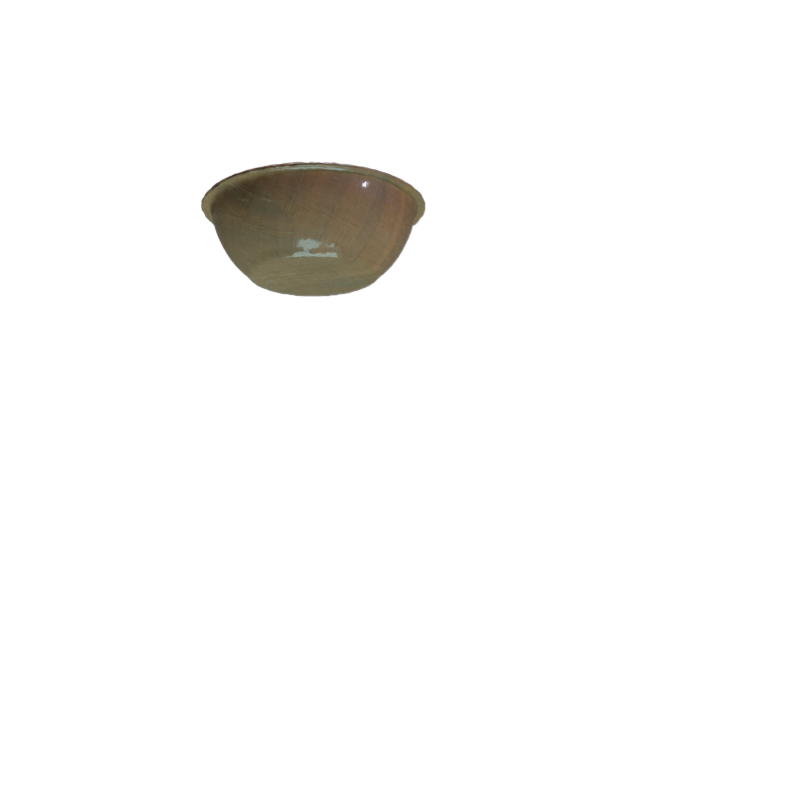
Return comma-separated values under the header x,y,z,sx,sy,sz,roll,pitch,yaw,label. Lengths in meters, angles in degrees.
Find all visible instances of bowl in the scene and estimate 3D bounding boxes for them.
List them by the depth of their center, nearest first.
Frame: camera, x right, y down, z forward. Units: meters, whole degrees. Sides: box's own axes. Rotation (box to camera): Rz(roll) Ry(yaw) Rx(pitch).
x,y,z,sx,sy,sz,roll,pitch,yaw,label
-0.062,-0.113,0.793,0.162,0.057,0.156,0,-14,-2,bowl
